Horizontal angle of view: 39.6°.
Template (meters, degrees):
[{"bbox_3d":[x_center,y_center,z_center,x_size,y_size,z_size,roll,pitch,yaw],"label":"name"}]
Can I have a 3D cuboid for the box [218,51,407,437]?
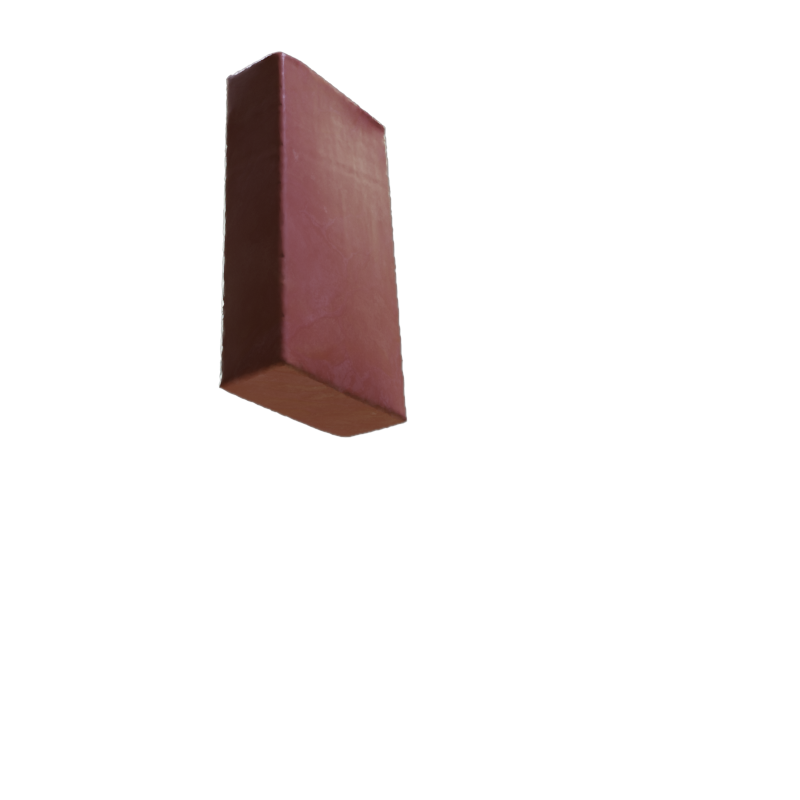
[{"bbox_3d":[-0.043,-0.078,0.548,0.048,0.187,0.087,-21,-32,32],"label":"box"}]
